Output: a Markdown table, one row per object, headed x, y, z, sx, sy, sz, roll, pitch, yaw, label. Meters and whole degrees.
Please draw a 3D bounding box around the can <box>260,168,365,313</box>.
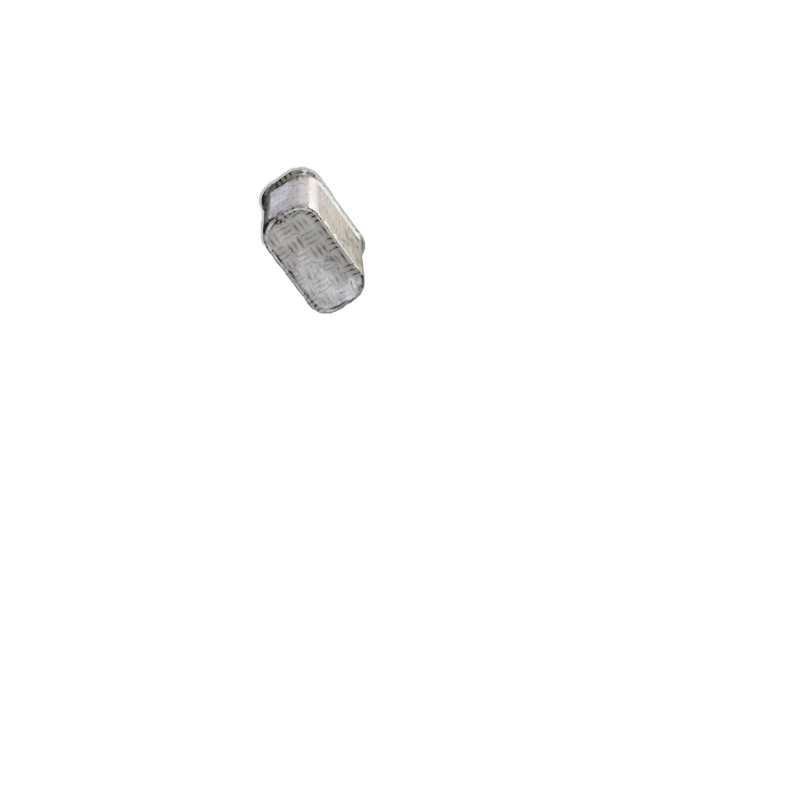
| x | y | z | sx | sy | sz | roll | pitch | yaw | label |
| --- | --- | --- | --- | --- | --- | --- | --- | --- | --- |
| -0.072 | -0.132 | 0.923 | 0.057 | 0.097 | 0.089 | -32 | 23 | 13 | can |
